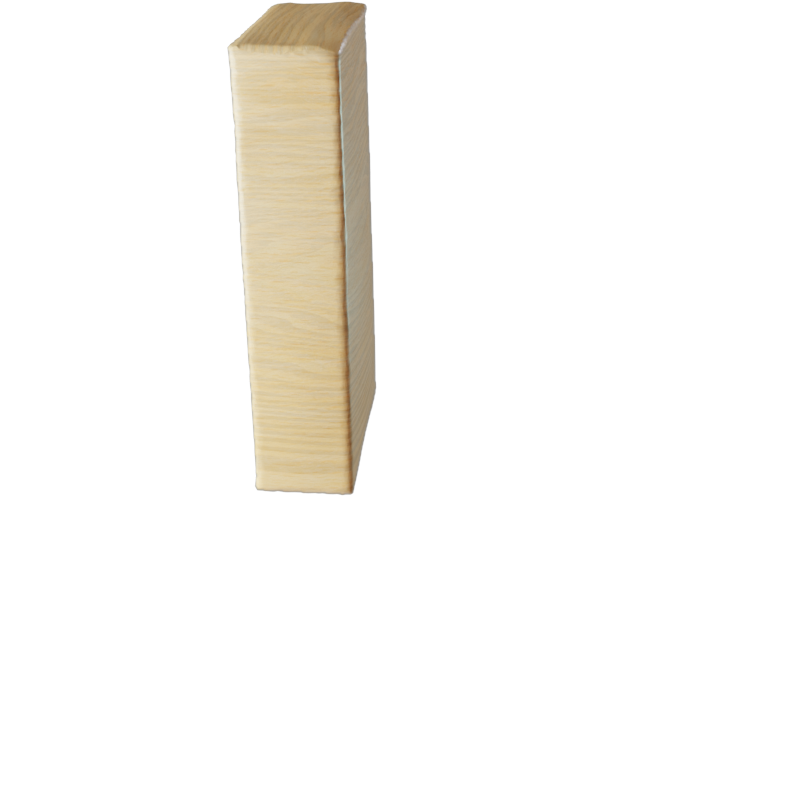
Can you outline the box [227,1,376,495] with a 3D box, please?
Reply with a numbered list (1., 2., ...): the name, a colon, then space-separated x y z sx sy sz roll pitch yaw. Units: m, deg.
1. box: -0.034 -0.063 0.441 0.048 0.167 0.097 3 24 4
